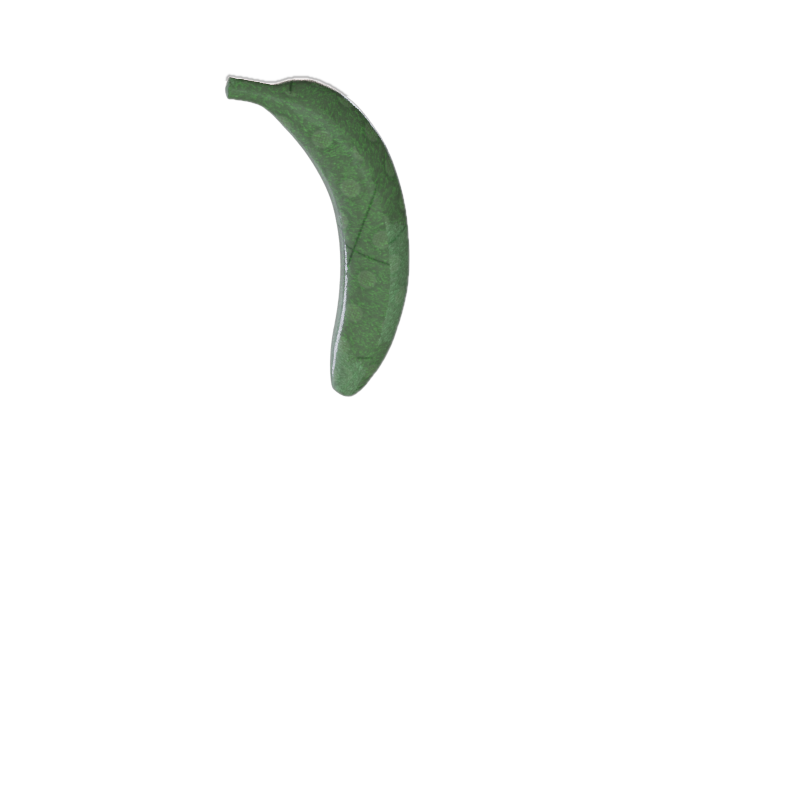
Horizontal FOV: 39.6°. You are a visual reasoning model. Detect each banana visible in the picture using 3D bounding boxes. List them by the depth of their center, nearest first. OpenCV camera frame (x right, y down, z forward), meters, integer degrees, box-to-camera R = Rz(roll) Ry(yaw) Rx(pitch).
[{"bbox_3d":[-0.030,-0.093,0.590,0.070,0.186,0.039,-15,26,7],"label":"banana"}]
